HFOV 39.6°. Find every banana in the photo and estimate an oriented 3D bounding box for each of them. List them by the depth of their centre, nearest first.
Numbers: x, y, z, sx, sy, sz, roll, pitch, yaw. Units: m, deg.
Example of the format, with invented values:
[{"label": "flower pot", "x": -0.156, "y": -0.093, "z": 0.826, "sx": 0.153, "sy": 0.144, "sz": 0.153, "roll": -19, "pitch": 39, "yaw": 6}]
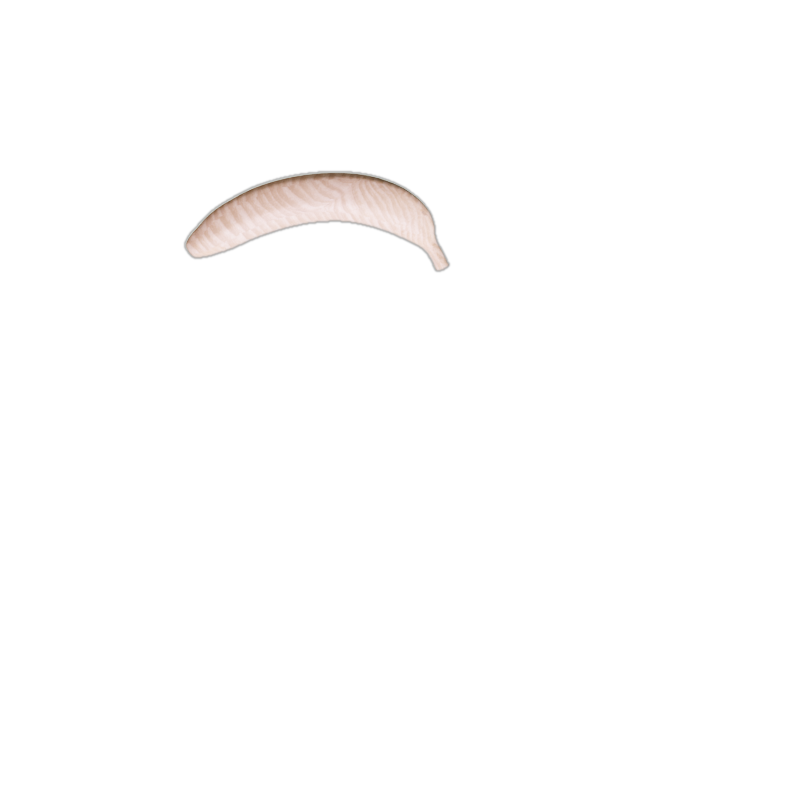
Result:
[{"label": "banana", "x": -0.060, "y": -0.136, "z": 0.824, "sx": 0.198, "sy": 0.071, "sz": 0.036, "roll": 3, "pitch": -8, "yaw": 0}]
